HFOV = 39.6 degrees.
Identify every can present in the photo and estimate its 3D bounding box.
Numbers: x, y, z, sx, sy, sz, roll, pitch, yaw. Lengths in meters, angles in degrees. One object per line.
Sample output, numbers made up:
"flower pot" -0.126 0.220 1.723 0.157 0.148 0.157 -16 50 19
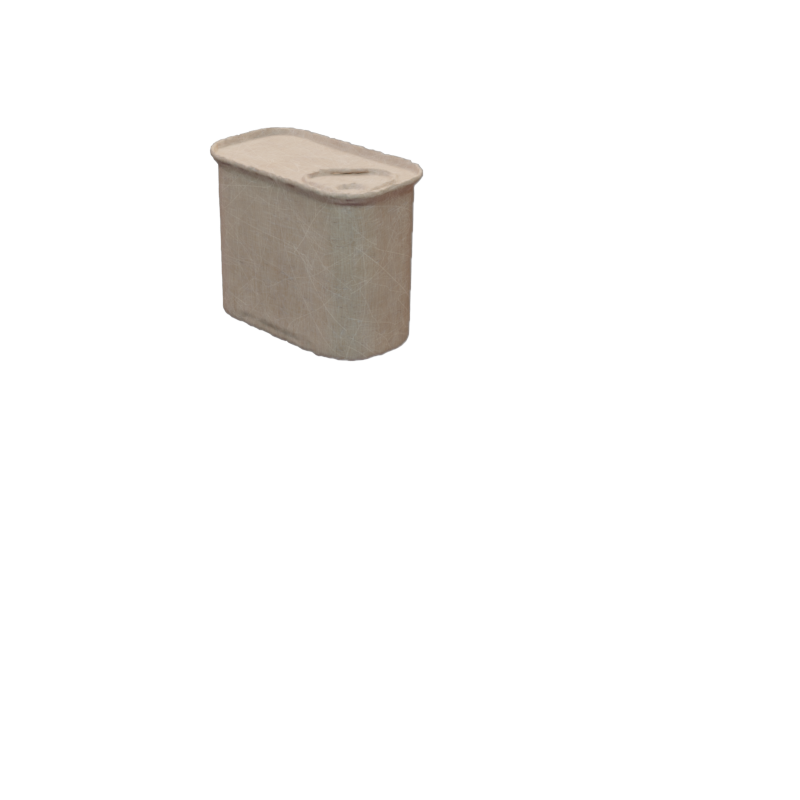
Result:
"can" -0.040 -0.074 0.519 0.108 0.079 0.057 24 33 37
